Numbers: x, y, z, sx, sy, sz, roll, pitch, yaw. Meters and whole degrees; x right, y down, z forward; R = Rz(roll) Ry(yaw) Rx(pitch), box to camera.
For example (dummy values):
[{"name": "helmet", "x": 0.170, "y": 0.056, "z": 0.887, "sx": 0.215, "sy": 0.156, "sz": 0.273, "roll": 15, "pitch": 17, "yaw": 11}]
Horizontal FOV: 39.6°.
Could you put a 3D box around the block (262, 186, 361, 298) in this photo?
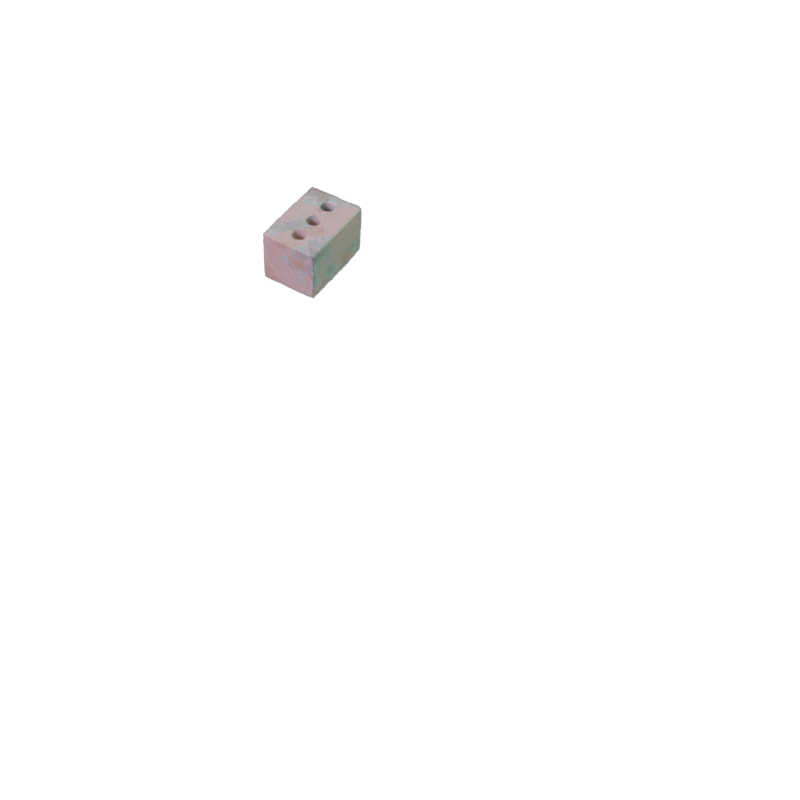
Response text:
[{"name": "block", "x": -0.075, "y": -0.136, "z": 0.954, "sx": 0.055, "sy": 0.048, "sz": 0.080, "roll": 24, "pitch": 50, "yaw": 20}]
